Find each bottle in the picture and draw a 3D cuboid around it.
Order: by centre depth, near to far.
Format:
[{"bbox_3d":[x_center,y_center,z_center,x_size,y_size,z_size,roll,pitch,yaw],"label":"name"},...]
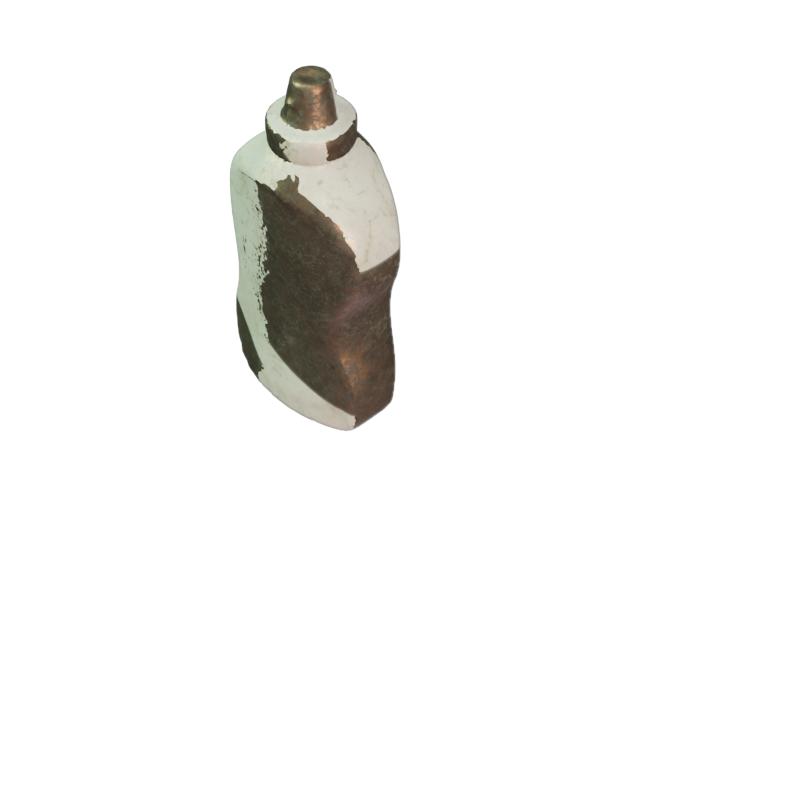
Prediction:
[{"bbox_3d":[-0.042,-0.076,0.536,0.058,0.179,0.103,-30,54,-29],"label":"bottle"}]
